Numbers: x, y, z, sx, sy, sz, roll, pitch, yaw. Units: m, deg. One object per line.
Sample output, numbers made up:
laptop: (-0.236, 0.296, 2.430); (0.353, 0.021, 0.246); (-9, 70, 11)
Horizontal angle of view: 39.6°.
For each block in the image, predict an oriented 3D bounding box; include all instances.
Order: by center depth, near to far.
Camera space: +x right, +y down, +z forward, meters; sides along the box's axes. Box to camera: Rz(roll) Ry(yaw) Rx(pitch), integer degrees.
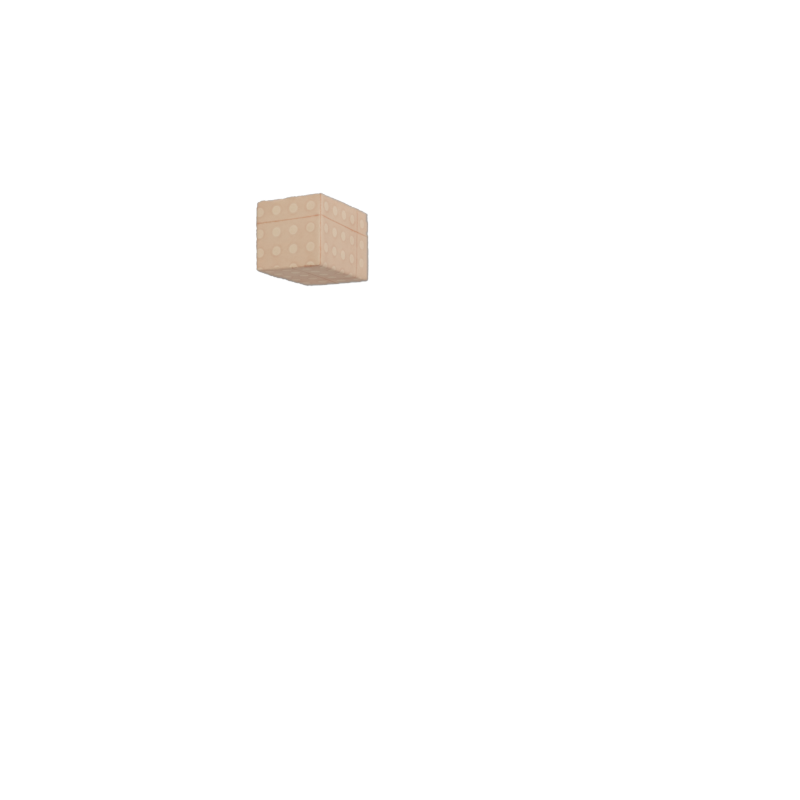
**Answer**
block: (-0.062, -0.113, 0.792); (0.054, 0.052, 0.074); (-4, -6, 25)
